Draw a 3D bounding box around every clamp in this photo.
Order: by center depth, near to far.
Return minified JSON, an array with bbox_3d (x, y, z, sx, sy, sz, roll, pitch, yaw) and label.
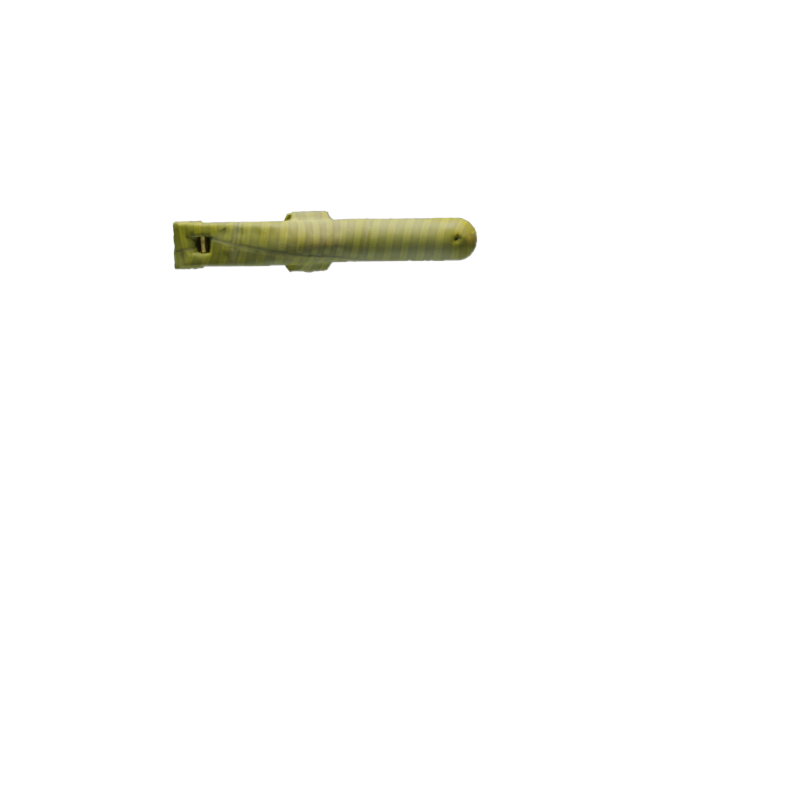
[{"bbox_3d":[-0.052,-0.095,0.668,0.169,0.039,0.121,0,2,-12],"label":"clamp"}]
